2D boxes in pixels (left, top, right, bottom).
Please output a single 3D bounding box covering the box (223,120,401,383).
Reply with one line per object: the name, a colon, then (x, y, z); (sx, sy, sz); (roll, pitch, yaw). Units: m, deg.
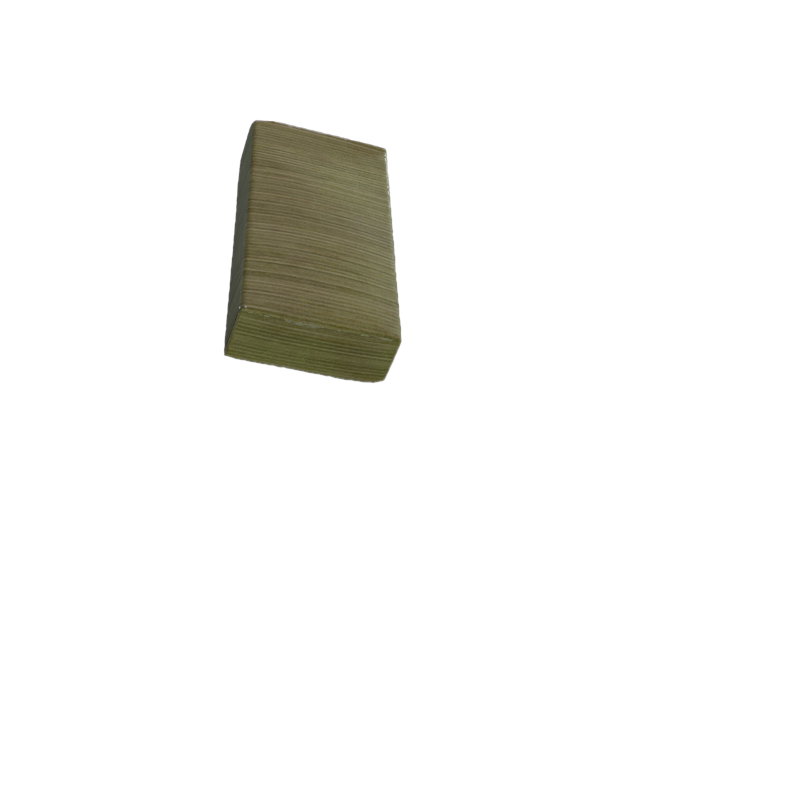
box: (-0.052, -0.095, 0.662); (0.091, 0.189, 0.046); (10, -44, -14)
